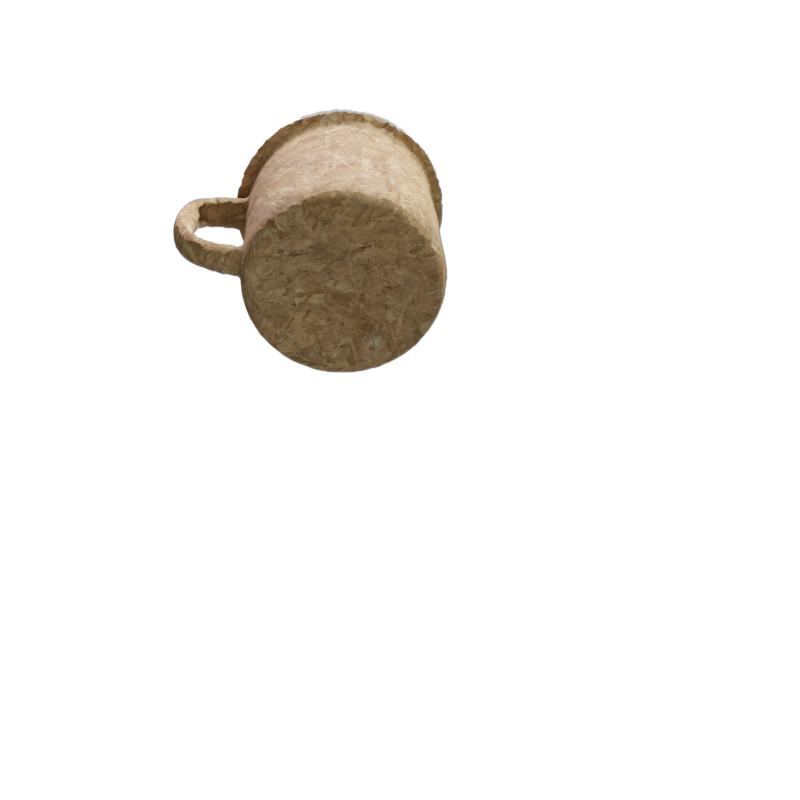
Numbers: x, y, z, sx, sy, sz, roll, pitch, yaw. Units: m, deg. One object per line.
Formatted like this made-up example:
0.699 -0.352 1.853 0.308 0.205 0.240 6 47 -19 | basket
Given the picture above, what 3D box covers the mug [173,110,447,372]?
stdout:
-0.036 -0.066 0.463 0.116 0.089 0.086 7 27 -5 | mug
